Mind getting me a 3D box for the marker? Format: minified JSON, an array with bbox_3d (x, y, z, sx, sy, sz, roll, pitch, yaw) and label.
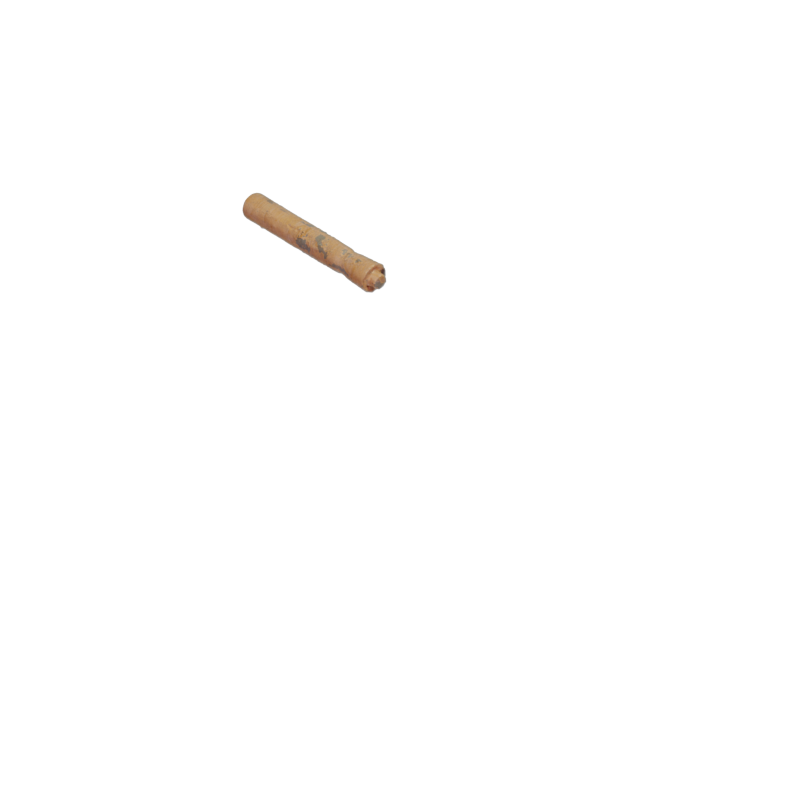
[{"bbox_3d":[-0.053,-0.098,0.683,0.019,0.019,0.130,-3,29,-46],"label":"marker"}]
